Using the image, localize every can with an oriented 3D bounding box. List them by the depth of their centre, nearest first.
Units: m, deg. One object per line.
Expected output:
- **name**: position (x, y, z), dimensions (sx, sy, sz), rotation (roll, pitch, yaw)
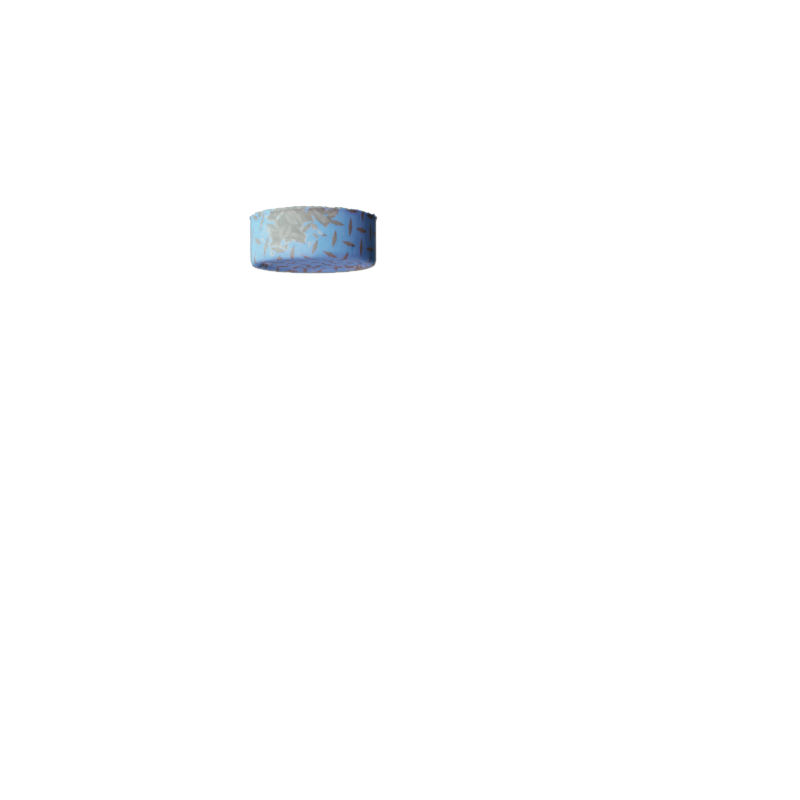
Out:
- **can**: position (-0.058, -0.106, 0.743), dimensions (0.086, 0.034, 0.085), rotation (0, -1, -2)
